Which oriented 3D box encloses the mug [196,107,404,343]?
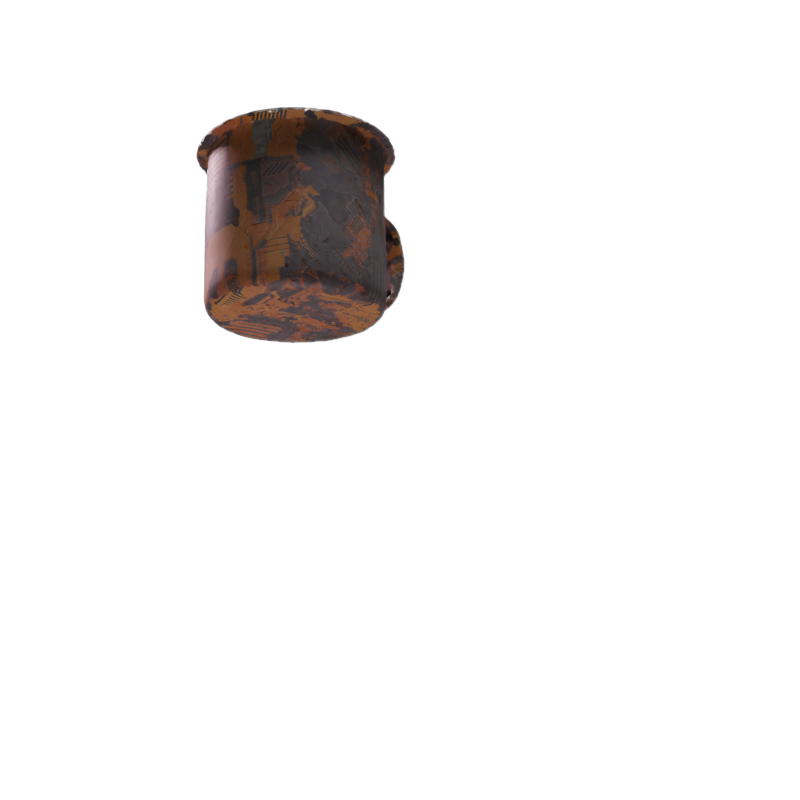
[{"bbox_3d":[-0.040,-0.074,0.515,0.095,0.086,0.110,-16,-24,38],"label":"mug"}]
